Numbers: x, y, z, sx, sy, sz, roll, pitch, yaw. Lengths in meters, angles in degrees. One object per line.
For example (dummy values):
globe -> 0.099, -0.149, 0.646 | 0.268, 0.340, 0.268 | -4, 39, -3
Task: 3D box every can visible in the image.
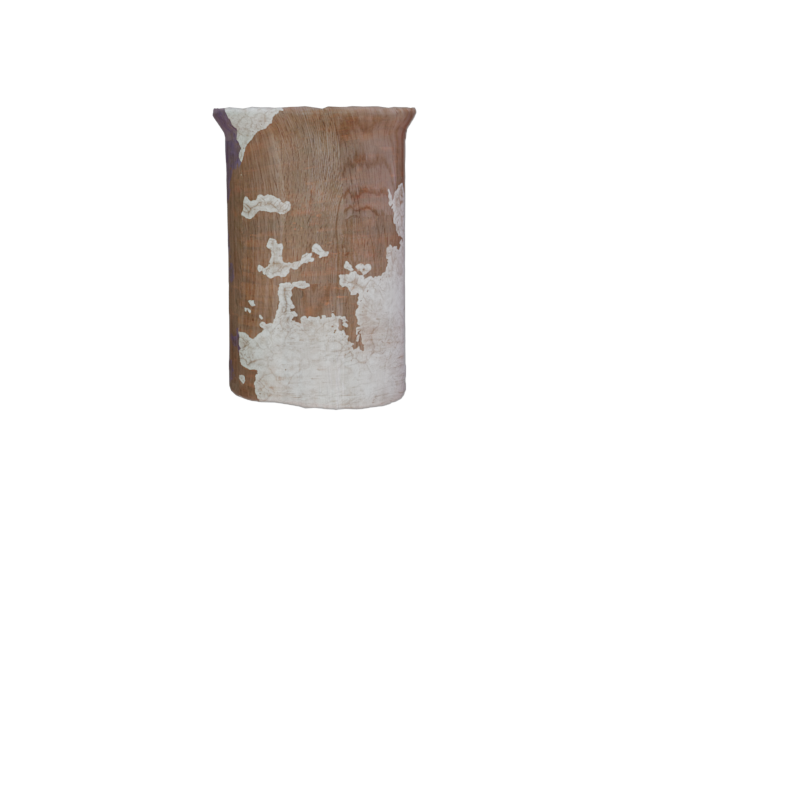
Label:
can -> -0.027, -0.050, 0.348 | 0.057, 0.082, 0.105 | 0, 11, -4
